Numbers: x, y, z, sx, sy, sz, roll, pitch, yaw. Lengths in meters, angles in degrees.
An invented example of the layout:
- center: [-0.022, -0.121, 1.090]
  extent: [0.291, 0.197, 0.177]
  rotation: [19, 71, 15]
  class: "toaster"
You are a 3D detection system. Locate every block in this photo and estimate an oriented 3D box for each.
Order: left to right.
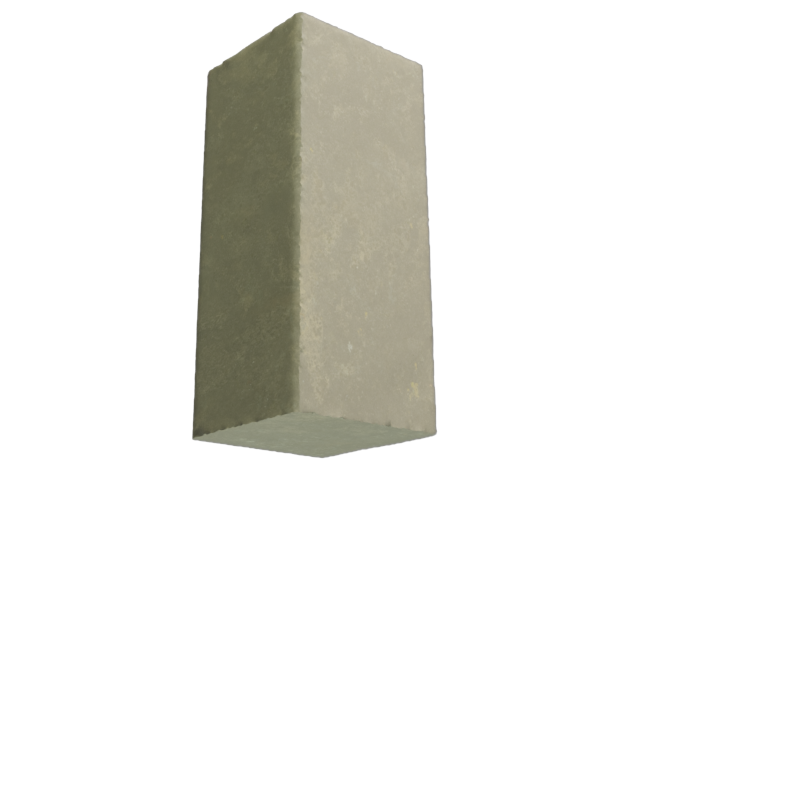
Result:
- center: [-0.046, -0.083, 0.583]
  extent: [0.086, 0.216, 0.091]
  rotation: [15, -25, -39]
  class: "block"
